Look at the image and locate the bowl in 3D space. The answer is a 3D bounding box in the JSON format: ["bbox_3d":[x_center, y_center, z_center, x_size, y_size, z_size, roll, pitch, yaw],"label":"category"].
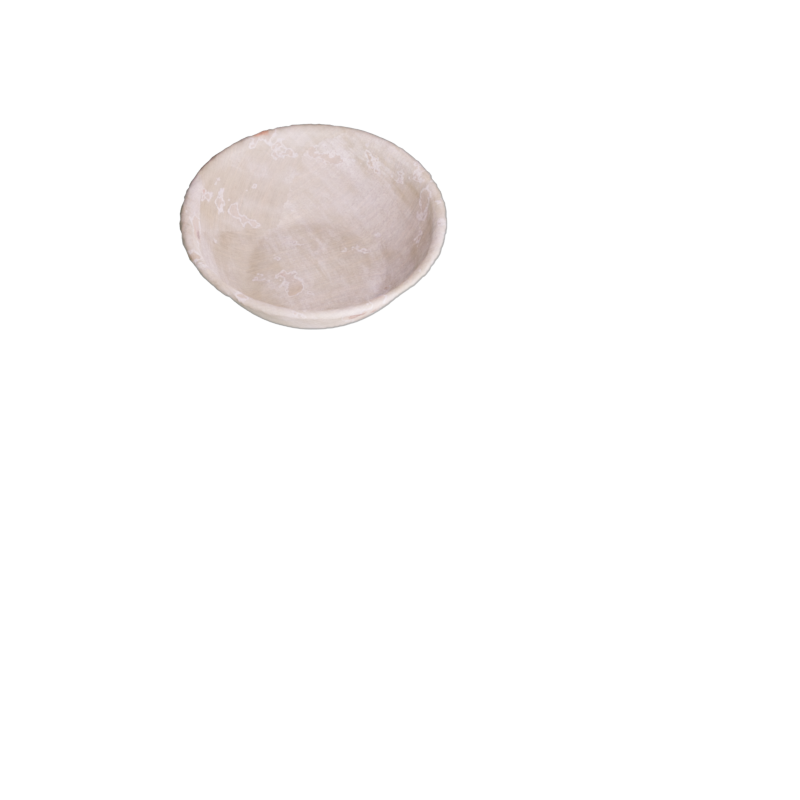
[{"bbox_3d":[-0.054,-0.098,0.688,0.162,0.174,0.051,-1,-39,-1],"label":"bowl"}]
